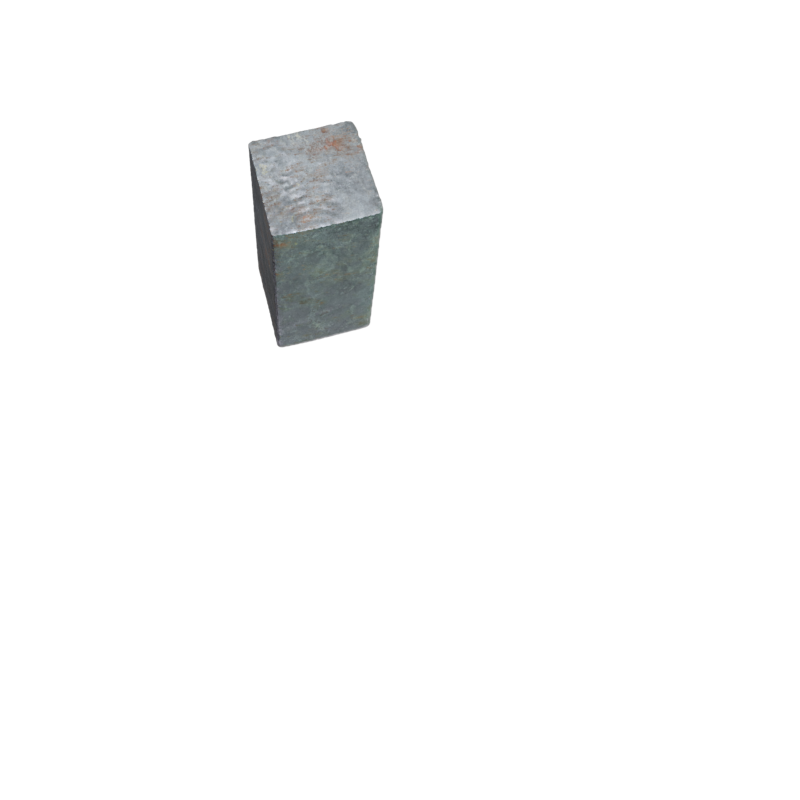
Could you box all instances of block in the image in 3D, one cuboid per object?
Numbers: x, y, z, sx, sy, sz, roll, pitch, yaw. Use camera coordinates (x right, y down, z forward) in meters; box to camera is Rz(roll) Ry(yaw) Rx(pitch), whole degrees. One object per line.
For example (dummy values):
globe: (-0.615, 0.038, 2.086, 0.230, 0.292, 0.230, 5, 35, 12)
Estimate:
block: (-0.073, -0.135, 0.945, 0.089, 0.096, 0.195, -13, -23, -9)
